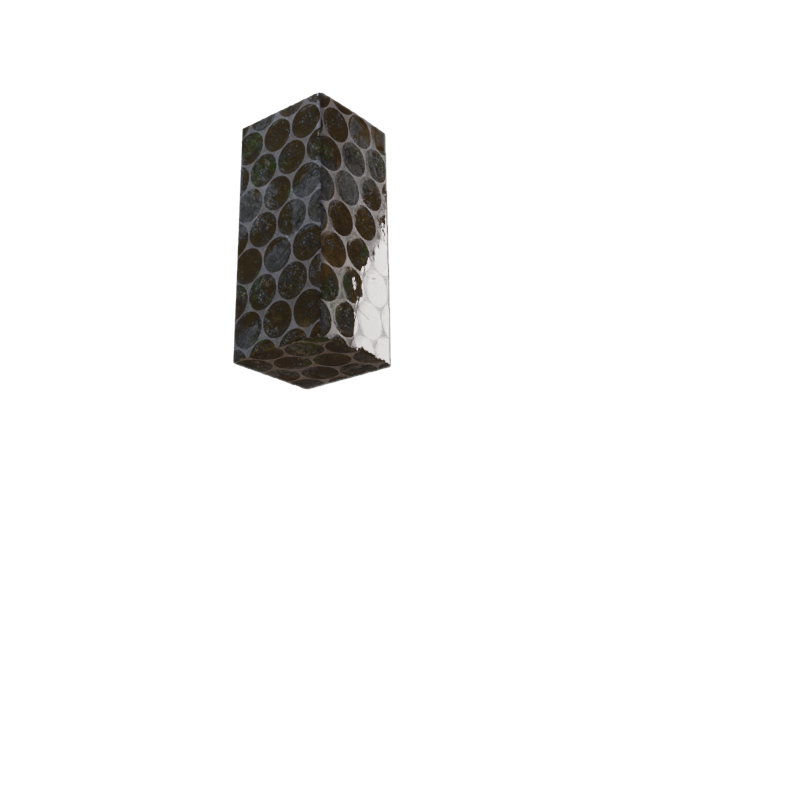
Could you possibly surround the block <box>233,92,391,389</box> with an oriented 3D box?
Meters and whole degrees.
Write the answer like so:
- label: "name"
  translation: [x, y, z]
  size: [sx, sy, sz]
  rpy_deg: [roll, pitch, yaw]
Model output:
- label: "block"
  translation: [-0.069, -0.126, 0.885]
  size: [0.092, 0.218, 0.084]
  rpy_deg: [-19, -29, 34]
